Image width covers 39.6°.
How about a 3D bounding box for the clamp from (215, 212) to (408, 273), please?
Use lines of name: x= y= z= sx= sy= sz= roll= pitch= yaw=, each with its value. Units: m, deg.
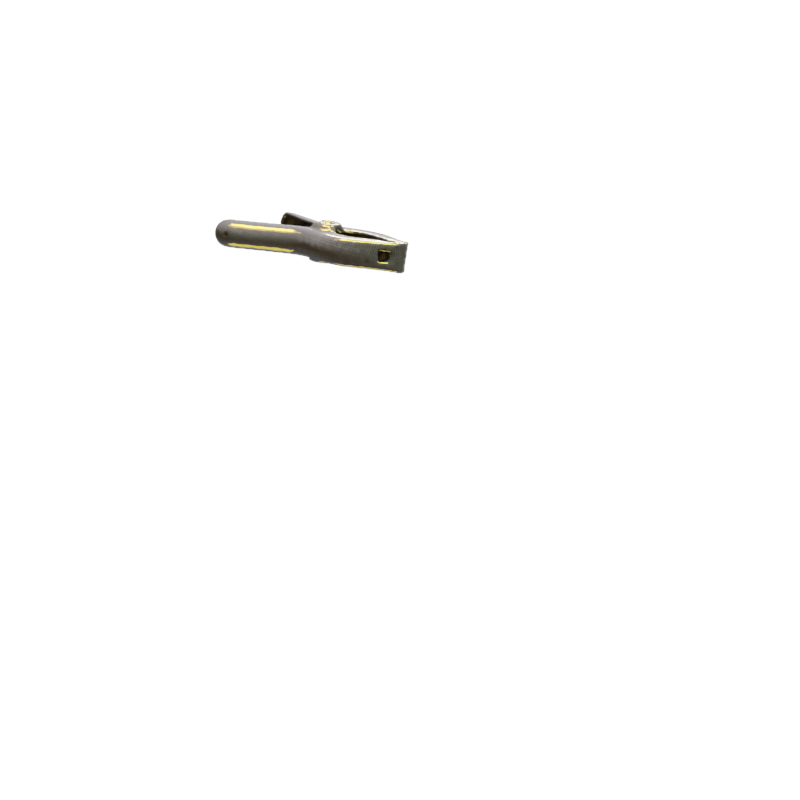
clamp: x=-0.078 y=-0.142 z=0.998 sx=0.181 sy=0.038 sz=0.118 roll=15 pitch=24 yaw=37
